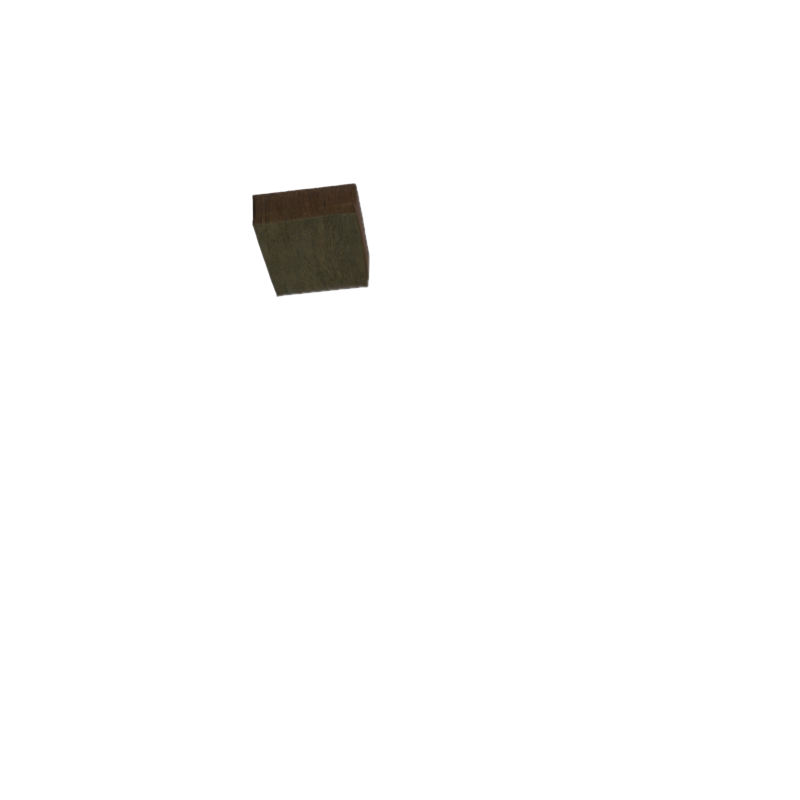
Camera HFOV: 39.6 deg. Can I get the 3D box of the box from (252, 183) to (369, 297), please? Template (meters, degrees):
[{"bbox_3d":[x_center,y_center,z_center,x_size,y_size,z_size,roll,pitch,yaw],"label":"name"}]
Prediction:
[{"bbox_3d":[-0.076,-0.138,0.970,0.090,0.042,0.105,-4,-34,5],"label":"box"}]
